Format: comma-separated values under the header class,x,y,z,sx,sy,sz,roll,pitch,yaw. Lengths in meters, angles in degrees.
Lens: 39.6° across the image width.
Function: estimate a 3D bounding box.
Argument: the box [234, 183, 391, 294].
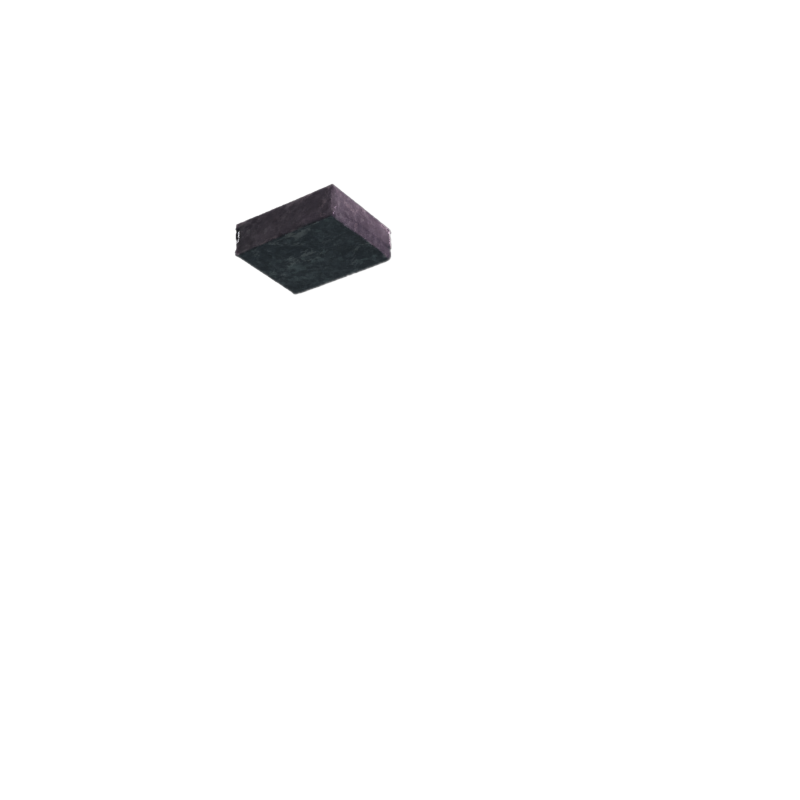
class,x,y,z,sx,sy,sz,roll,pitch,yaw
box,-0.078,-0.142,0.993,0.114,0.041,0.083,-19,-34,30
